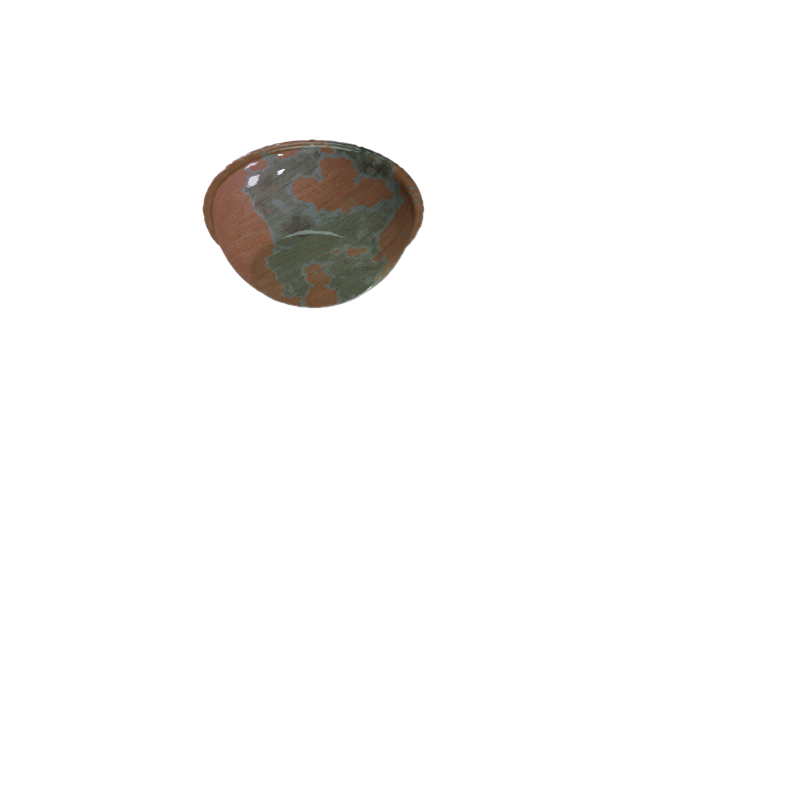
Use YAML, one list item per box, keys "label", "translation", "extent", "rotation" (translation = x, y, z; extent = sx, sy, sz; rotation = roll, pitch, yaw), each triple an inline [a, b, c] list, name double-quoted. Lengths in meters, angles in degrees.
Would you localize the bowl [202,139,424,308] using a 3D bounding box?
- label: "bowl"
  translation: [-0.062, -0.114, 0.796]
  extent: [0.162, 0.059, 0.152]
  rotation: [1, -33, -2]
